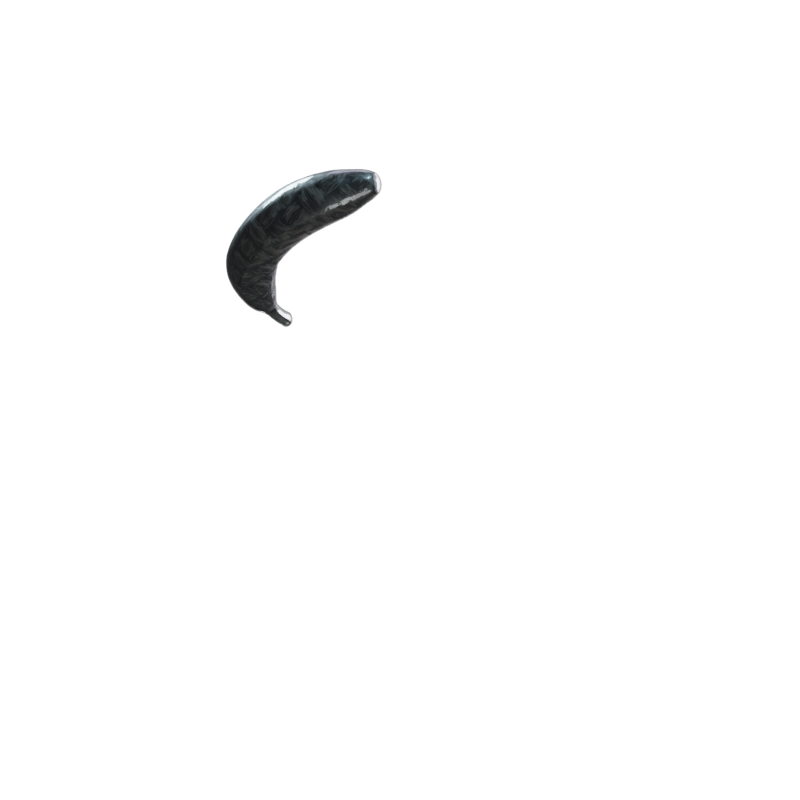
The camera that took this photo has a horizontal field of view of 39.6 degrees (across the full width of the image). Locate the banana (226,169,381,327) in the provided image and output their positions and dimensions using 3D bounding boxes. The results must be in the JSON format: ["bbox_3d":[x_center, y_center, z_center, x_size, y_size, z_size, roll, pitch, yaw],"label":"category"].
[{"bbox_3d":[-0.079,-0.112,0.773,0.067,0.039,0.192,10,-27,-21],"label":"banana"}]
